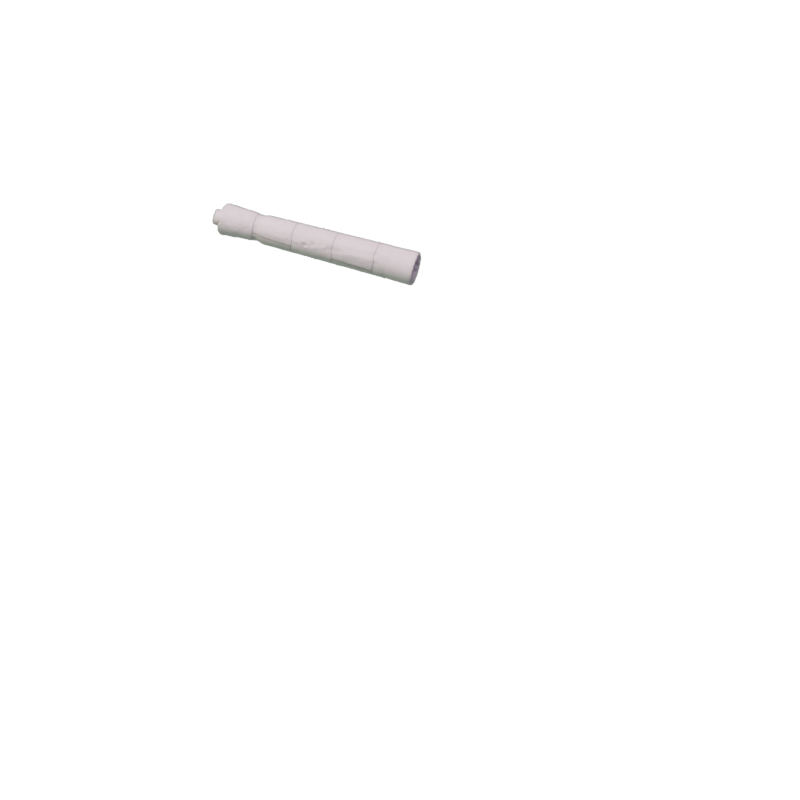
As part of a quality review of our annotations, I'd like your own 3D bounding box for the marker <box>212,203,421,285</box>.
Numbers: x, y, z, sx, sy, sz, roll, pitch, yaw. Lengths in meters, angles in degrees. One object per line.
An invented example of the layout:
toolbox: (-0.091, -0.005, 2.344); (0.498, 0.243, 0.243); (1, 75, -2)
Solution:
marker: (-0.049, -0.089, 0.621); (0.124, 0.019, 0.019); (17, 8, 15)
